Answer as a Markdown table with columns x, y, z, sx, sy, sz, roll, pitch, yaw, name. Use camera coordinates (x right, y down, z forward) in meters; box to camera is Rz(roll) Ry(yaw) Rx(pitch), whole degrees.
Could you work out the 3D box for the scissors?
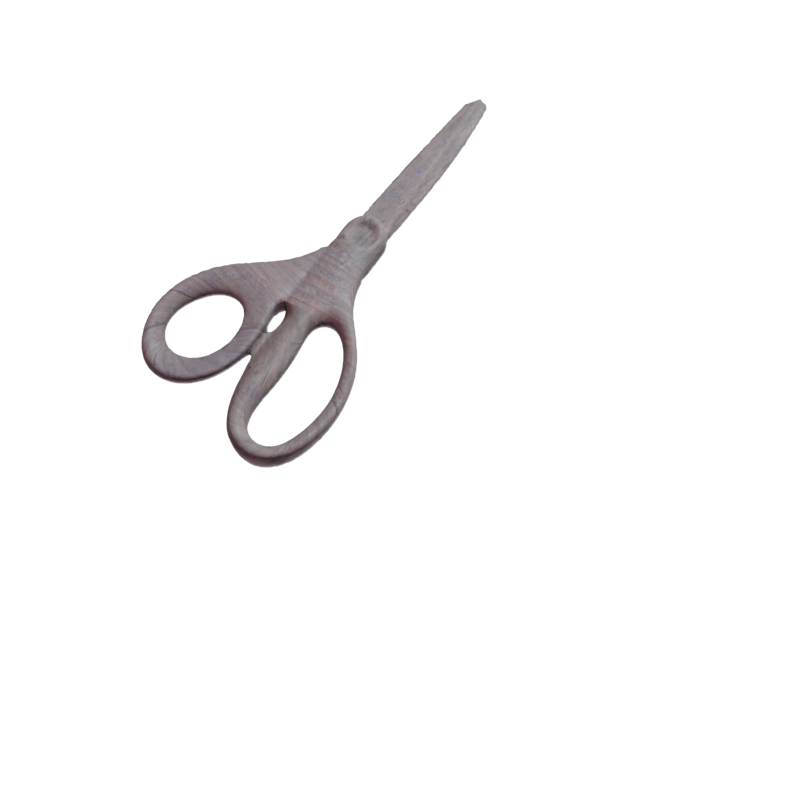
| x | y | z | sx | sy | sz | roll | pitch | yaw | name |
| --- | --- | --- | --- | --- | --- | --- | --- | --- | --- |
| -0.037 | -0.067 | 0.470 | 0.098 | 0.211 | 0.015 | 16 | -31 | 9 | scissors |
